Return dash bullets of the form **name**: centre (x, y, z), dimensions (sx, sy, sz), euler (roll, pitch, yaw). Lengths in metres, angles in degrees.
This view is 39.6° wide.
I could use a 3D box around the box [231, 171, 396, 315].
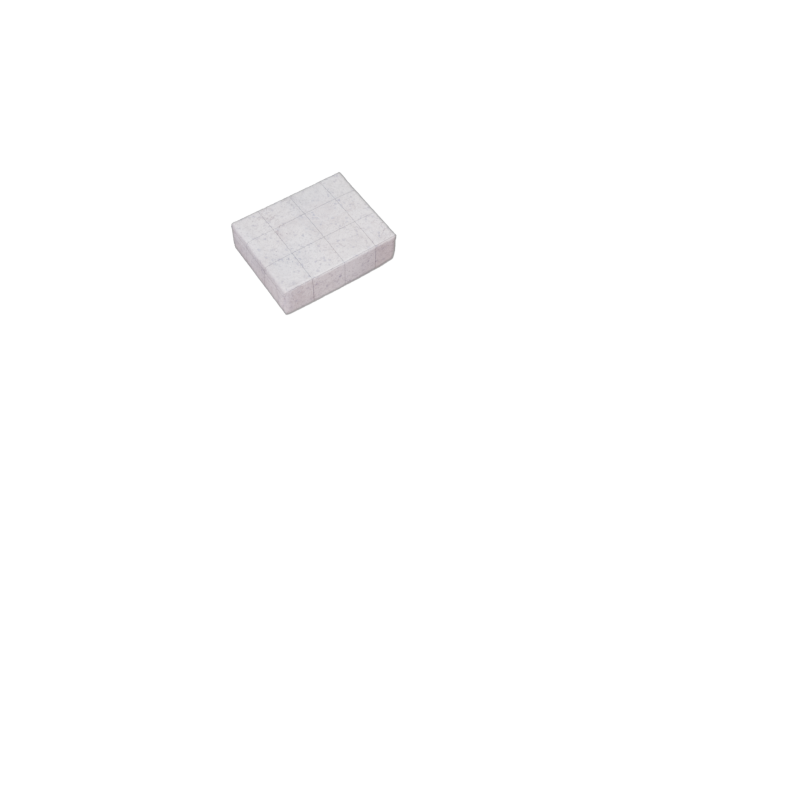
- **box**: centre (-0.074, -0.135, 0.943), dimensions (0.113, 0.096, 0.036), euler (-28, -32, -20)
